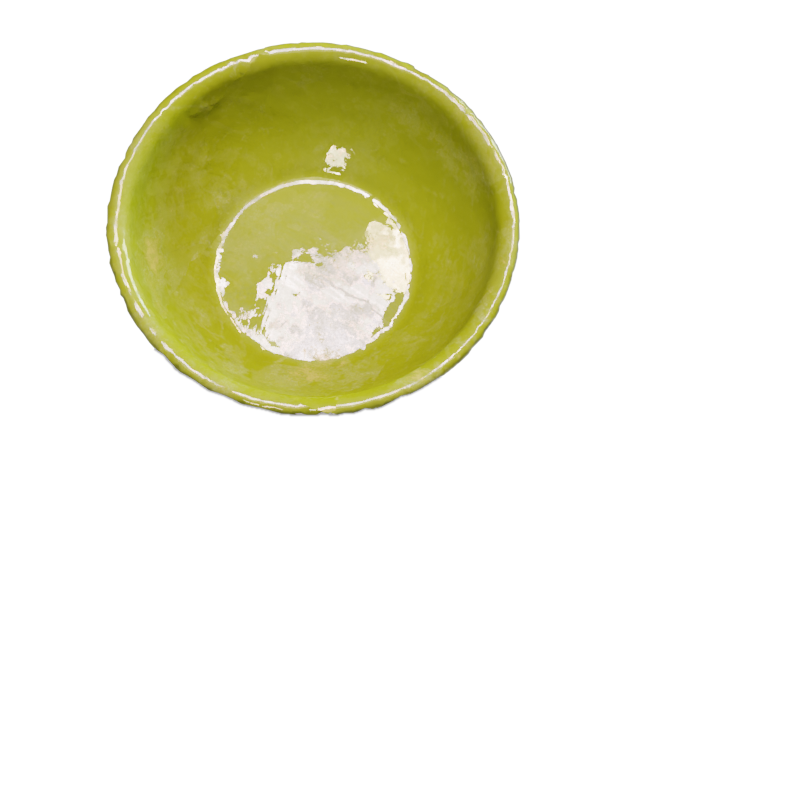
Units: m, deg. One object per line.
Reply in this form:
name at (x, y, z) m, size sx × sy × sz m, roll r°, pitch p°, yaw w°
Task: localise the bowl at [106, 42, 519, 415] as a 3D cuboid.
bowl at (-0.036, -0.065, 0.456) m, size 0.162 × 0.171 × 0.052 m, roll -1°, pitch -23°, yaw -1°
